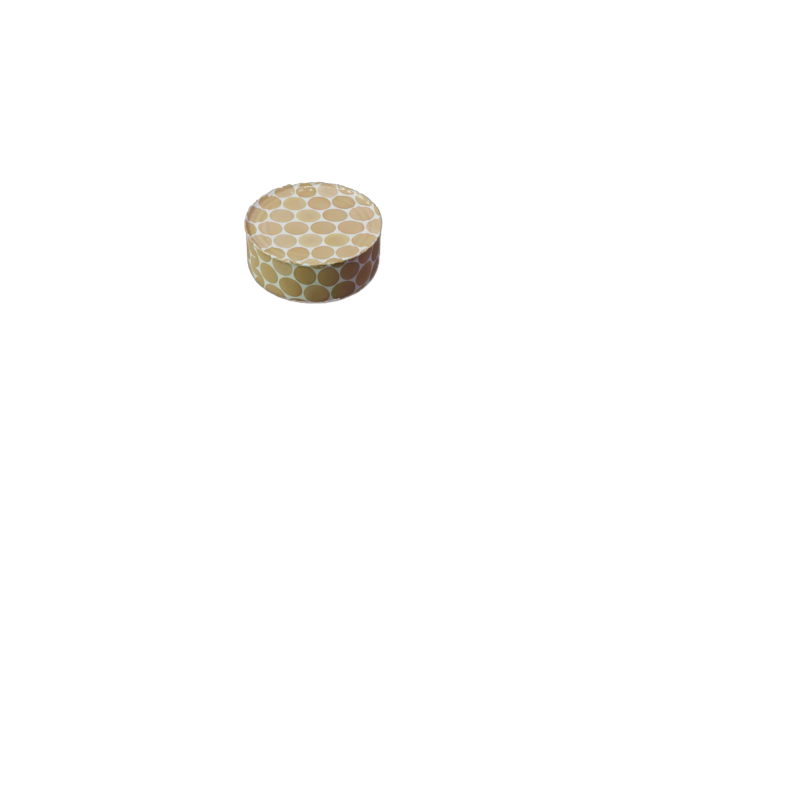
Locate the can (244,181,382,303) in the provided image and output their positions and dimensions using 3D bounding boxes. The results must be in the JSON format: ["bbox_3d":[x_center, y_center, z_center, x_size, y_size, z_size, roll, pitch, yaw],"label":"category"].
[{"bbox_3d":[-0.055,-0.099,0.697,0.086,0.031,0.092,-1,42,-2],"label":"can"}]
